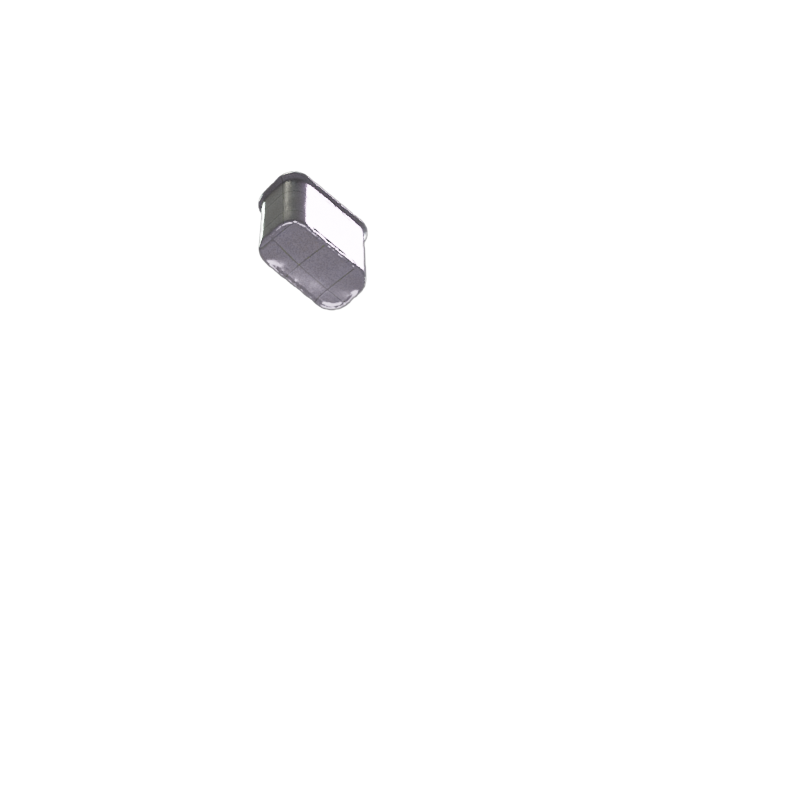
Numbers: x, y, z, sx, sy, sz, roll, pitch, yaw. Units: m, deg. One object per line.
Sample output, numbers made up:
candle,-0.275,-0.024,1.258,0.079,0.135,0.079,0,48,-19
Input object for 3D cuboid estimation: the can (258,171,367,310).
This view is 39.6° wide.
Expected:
can,-0.075,-0.137,0.959,0.097,0.057,0.089,37,26,-24
